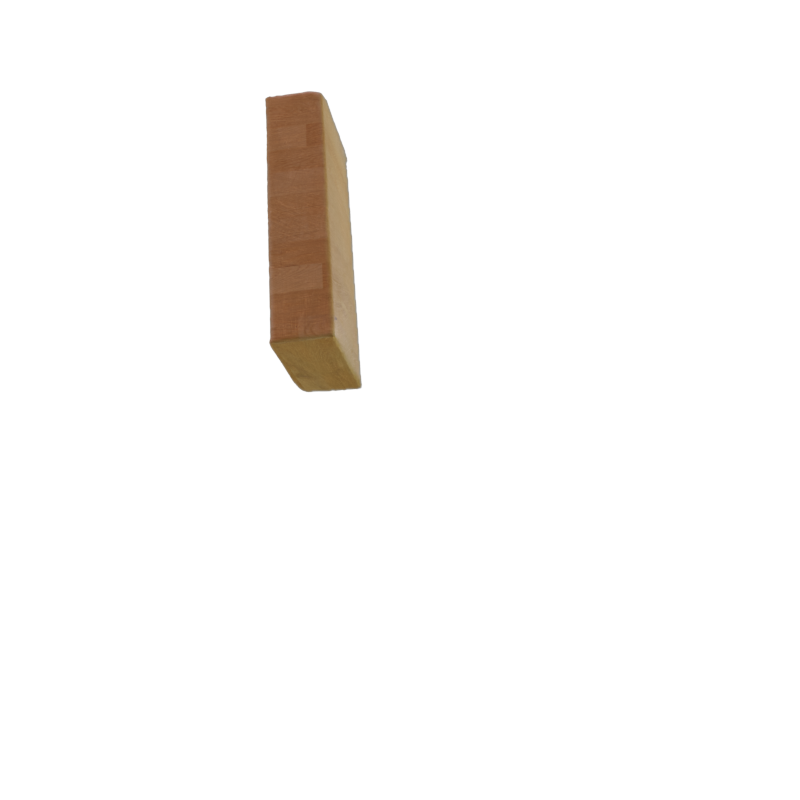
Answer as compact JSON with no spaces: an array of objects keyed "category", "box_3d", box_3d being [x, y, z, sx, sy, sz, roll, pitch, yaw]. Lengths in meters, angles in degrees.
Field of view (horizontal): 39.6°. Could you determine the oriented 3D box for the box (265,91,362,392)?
[{"category":"box","box_3d":[-0.056,-0.103,0.718,0.048,0.186,0.087,-6,-25,8]}]
